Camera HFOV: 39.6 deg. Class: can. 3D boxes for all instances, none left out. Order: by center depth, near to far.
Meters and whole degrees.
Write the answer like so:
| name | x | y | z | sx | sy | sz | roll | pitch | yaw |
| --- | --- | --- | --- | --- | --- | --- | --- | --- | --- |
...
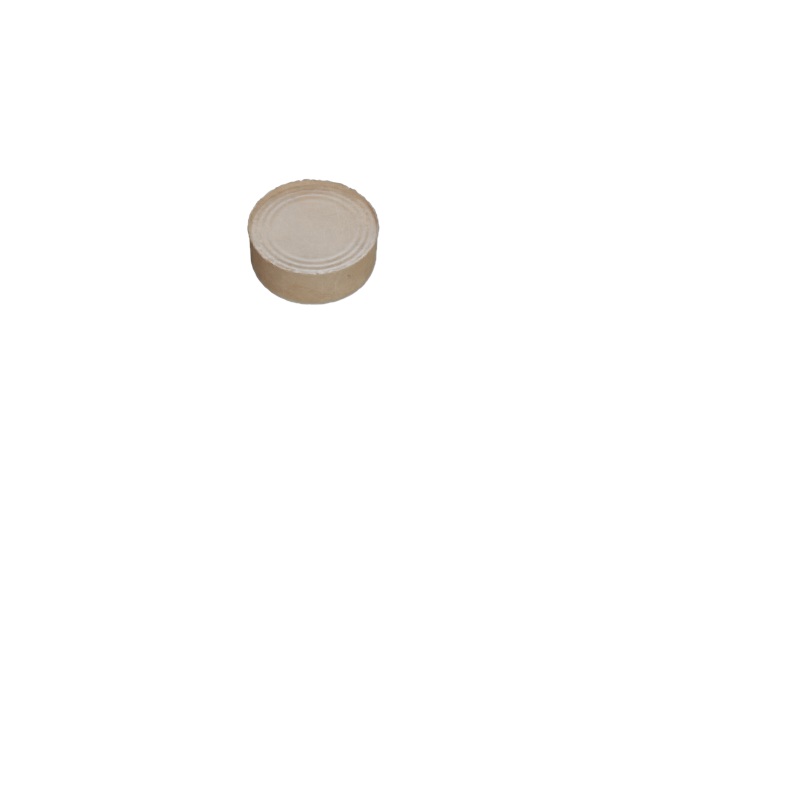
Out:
| name | x | y | z | sx | sy | sz | roll | pitch | yaw |
| --- | --- | --- | --- | --- | --- | --- | --- | --- | --- |
| can | -0.057 | -0.105 | 0.732 | 0.086 | 0.092 | 0.031 | -1 | -39 | -1 |
